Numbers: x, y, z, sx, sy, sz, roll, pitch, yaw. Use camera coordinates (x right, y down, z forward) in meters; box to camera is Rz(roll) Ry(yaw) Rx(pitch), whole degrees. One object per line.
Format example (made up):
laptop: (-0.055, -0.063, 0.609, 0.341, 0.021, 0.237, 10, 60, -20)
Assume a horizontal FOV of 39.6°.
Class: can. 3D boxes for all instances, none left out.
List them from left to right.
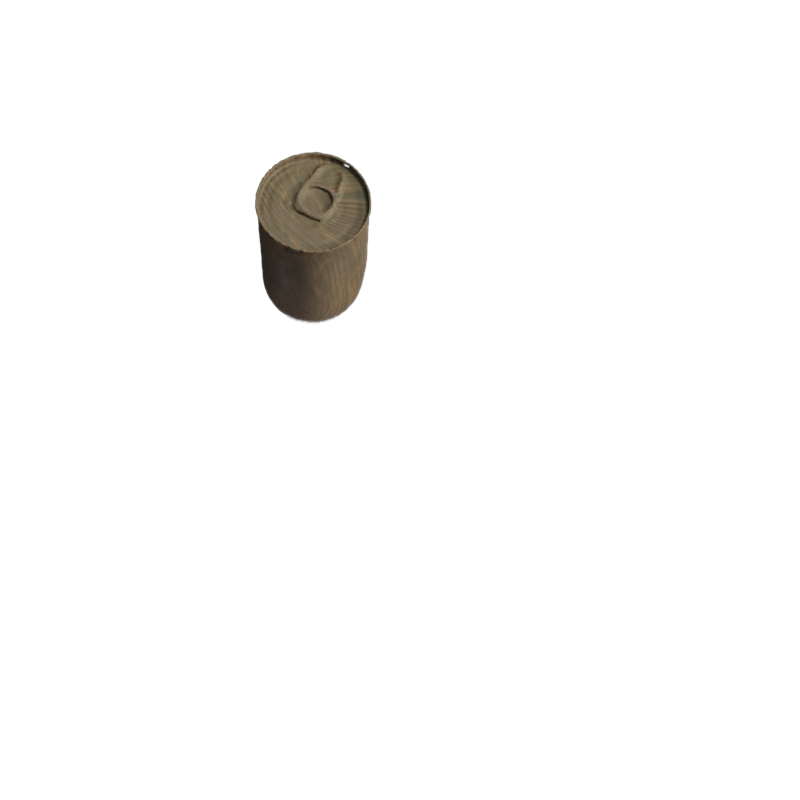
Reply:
can: (-0.054, -0.098, 0.689, 0.068, 0.072, 0.097, 0, -23, -3)
